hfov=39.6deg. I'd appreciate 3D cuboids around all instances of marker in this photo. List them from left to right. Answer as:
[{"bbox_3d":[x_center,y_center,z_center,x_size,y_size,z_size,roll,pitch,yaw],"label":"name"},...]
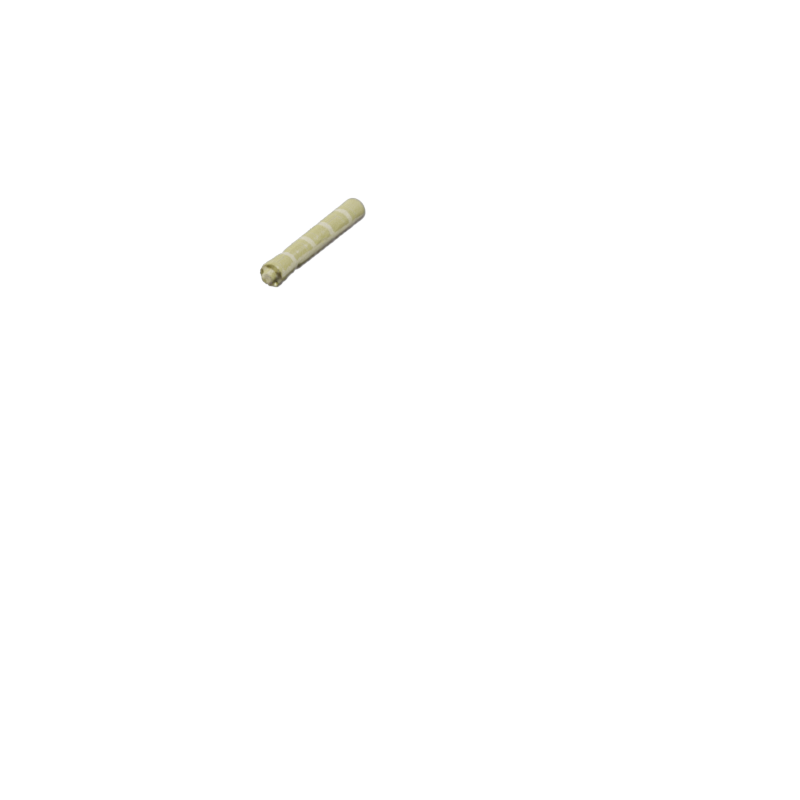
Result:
[{"bbox_3d":[-0.063,-0.115,0.803,0.020,0.019,0.123,2,32,32],"label":"marker"}]
